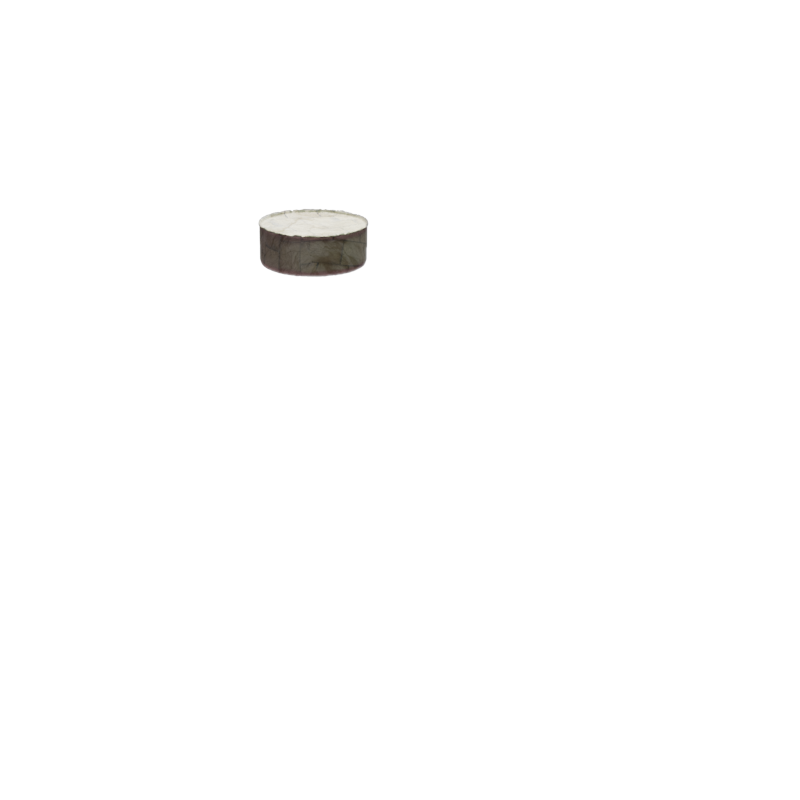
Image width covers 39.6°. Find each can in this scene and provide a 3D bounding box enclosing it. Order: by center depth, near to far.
[{"bbox_3d":[-0.068,-0.124,0.871,0.086,0.032,0.090,-1,22,-2],"label":"can"}]
